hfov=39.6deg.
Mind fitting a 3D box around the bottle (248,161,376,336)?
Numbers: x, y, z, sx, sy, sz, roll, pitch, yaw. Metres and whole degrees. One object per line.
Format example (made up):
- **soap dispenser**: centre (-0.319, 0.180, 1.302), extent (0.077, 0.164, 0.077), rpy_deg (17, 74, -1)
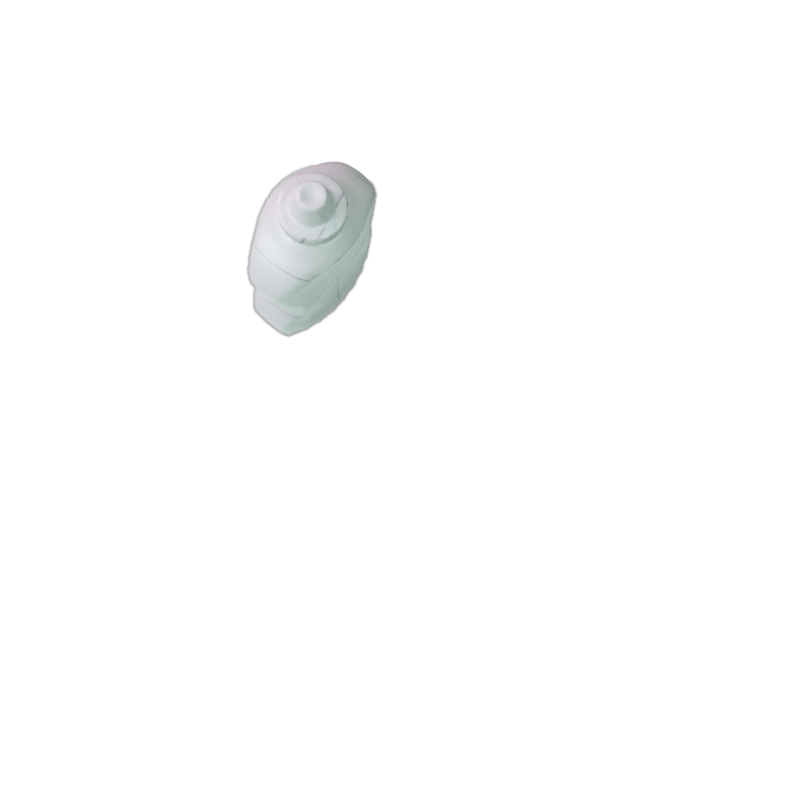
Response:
- **bottle**: centre (-0.055, -0.100, 0.698), extent (0.059, 0.097, 0.187), rpy_deg (40, -9, 2)
